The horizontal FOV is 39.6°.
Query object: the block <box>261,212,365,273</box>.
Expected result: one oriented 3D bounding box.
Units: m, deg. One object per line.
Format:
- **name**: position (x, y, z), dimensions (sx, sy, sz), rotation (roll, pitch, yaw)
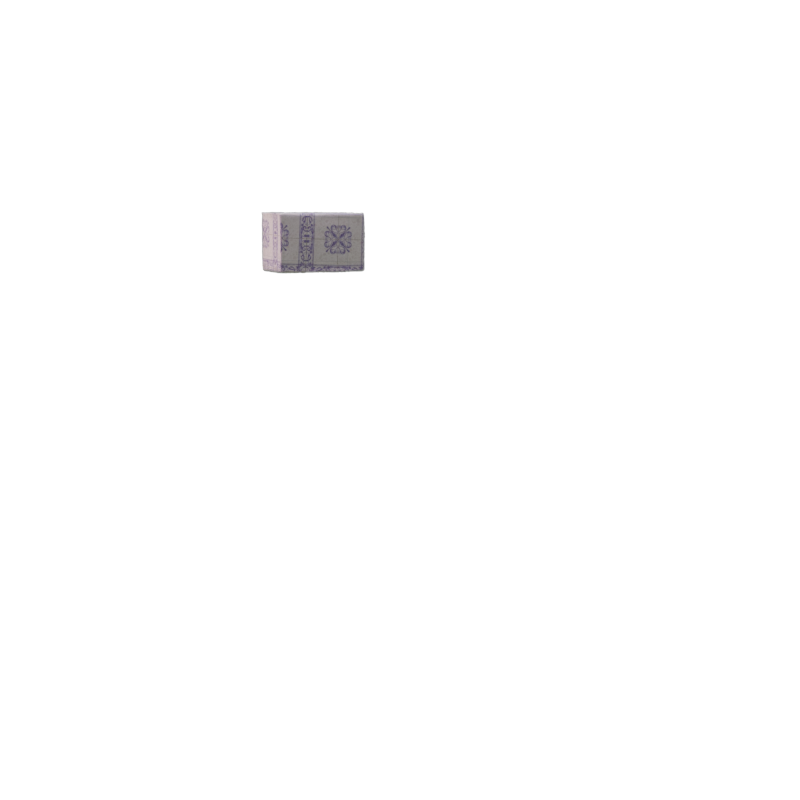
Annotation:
- **block**: position (-0.074, -0.135, 0.949), dimensions (0.076, 0.051, 0.055), rotation (-3, 6, -22)
